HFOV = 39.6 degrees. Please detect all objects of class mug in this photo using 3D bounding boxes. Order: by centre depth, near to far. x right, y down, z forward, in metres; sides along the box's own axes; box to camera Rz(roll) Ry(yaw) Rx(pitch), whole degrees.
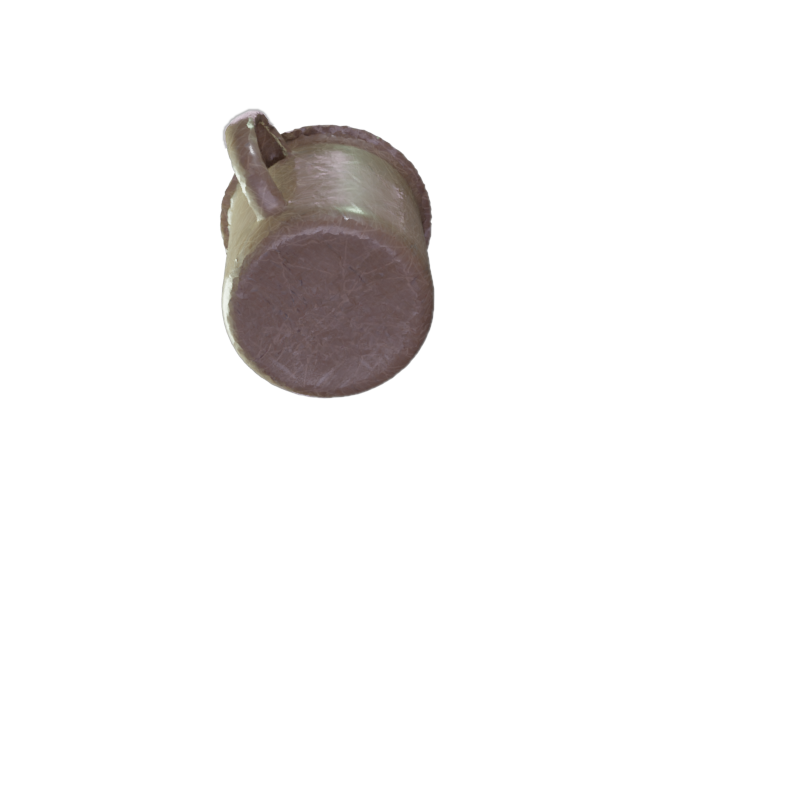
[{"bbox_3d":[-0.035,-0.064,0.446,0.093,0.110,0.086,-24,27,11],"label":"mug"}]
